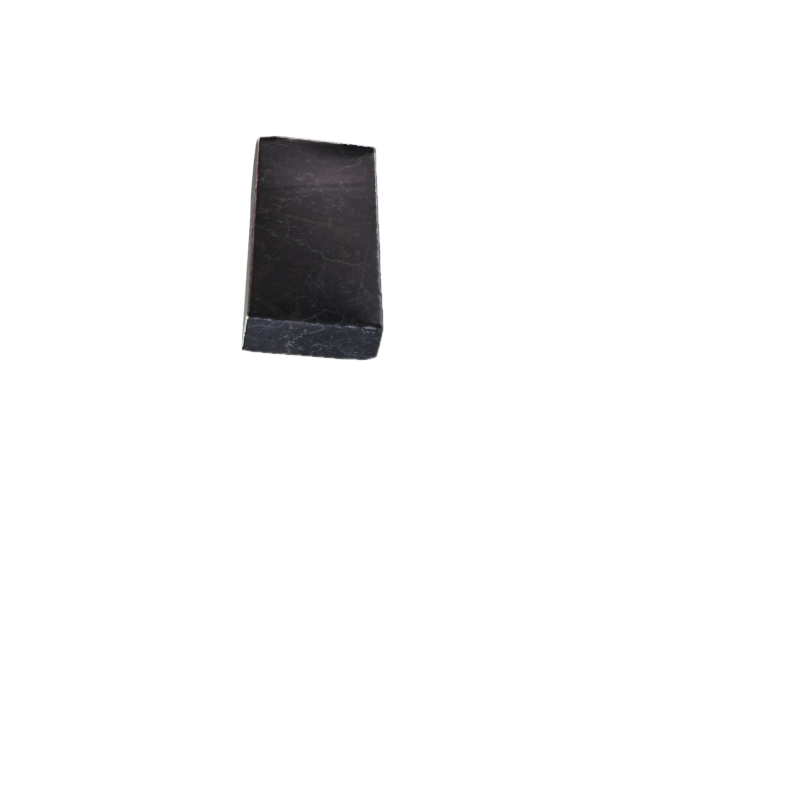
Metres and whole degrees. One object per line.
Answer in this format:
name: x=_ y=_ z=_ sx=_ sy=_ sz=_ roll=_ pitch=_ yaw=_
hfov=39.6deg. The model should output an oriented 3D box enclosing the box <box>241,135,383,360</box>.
box: x=-0.062 y=-0.113 z=0.790 sx=0.092 sy=0.189 sz=0.045 roll=3 pitch=-37 yaw=-8
